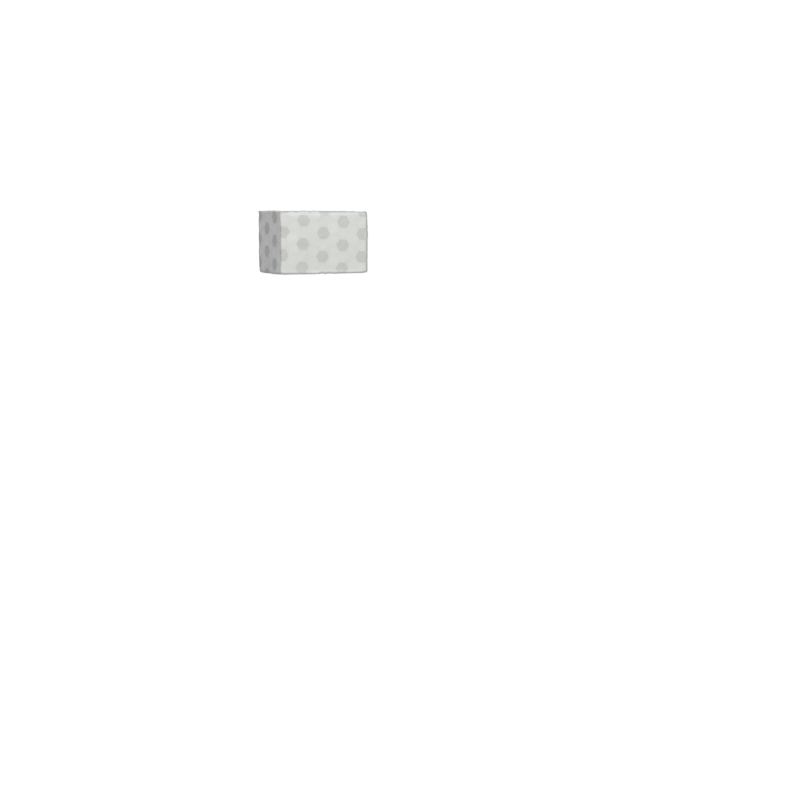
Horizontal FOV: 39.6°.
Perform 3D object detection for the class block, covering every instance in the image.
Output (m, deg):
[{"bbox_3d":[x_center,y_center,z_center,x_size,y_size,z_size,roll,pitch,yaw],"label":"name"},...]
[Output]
[{"bbox_3d":[-0.071,-0.129,0.904,0.076,0.051,0.055,-3,6,-25],"label":"block"}]
